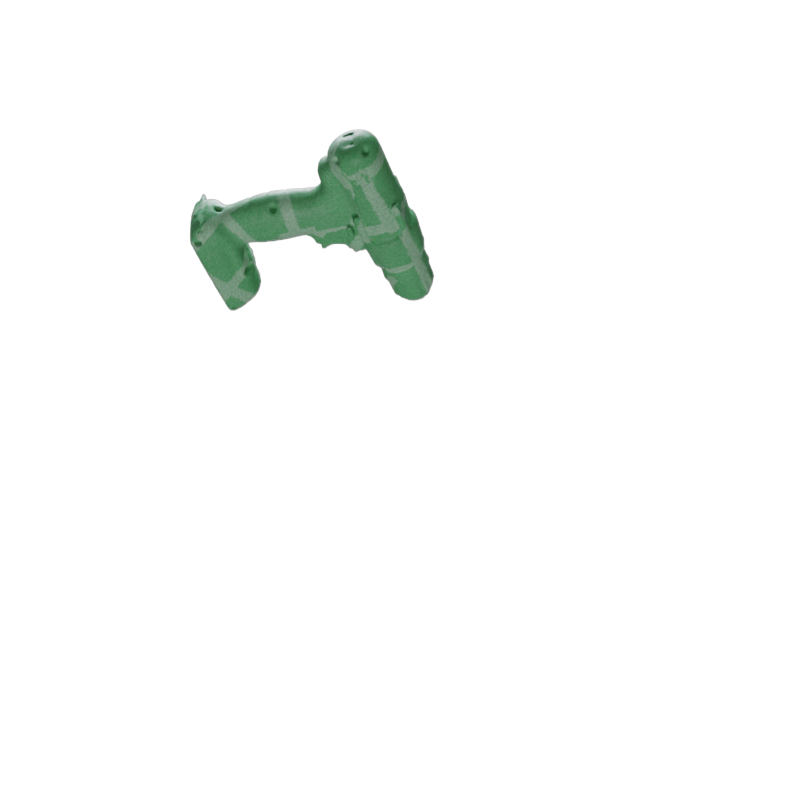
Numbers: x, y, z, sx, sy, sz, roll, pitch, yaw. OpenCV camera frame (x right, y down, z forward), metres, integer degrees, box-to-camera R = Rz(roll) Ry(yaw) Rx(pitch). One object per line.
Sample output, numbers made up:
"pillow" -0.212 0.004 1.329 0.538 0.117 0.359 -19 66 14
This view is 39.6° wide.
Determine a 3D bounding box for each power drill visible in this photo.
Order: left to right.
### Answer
"power drill" -0.077 -0.140 0.978 0.189 0.171 0.062 -16 39 13
